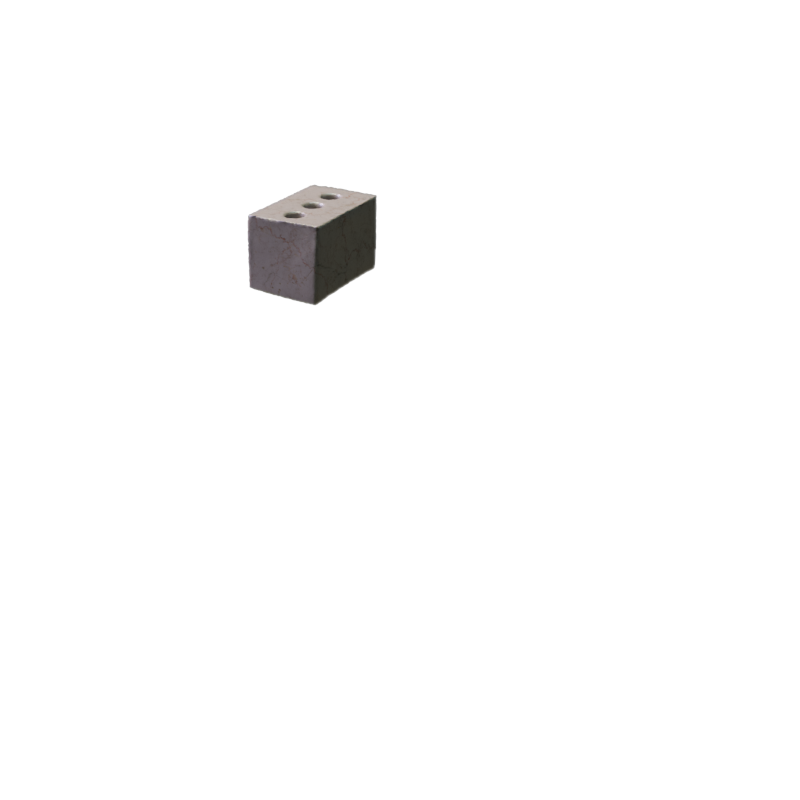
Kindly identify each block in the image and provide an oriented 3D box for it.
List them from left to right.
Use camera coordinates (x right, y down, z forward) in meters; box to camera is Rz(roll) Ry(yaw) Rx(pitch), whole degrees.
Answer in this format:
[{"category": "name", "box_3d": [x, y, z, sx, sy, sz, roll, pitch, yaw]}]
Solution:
[{"category": "block", "box_3d": [-0.056, -0.102, 0.714, 0.055, 0.049, 0.079, 13, 28, 25]}]
